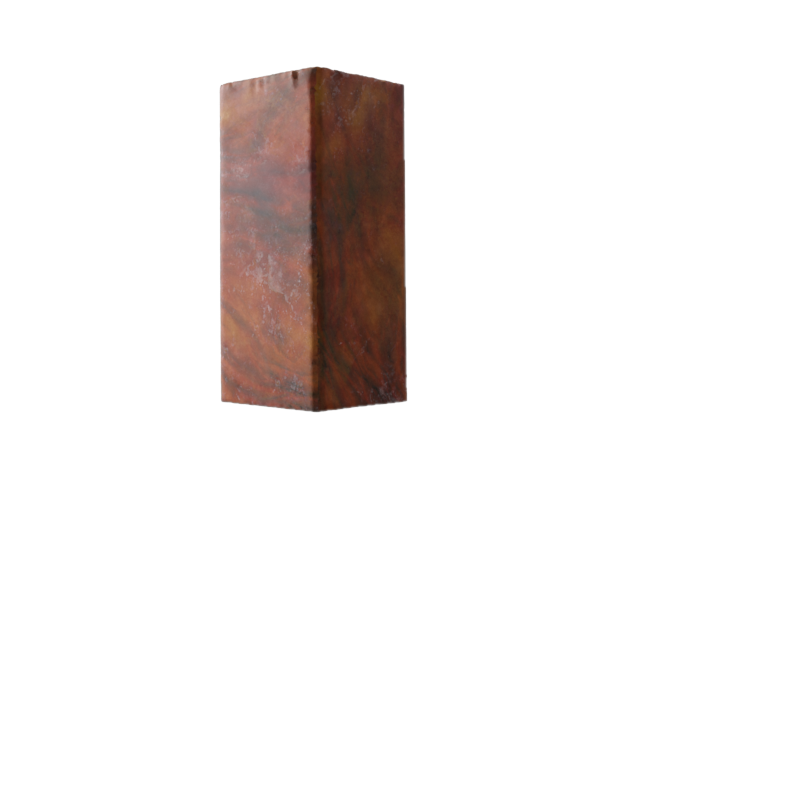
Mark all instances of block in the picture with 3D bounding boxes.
[{"bbox_3d":[-0.057,-0.103,0.719,0.094,0.207,0.086,-1,-1,41],"label":"block"}]
